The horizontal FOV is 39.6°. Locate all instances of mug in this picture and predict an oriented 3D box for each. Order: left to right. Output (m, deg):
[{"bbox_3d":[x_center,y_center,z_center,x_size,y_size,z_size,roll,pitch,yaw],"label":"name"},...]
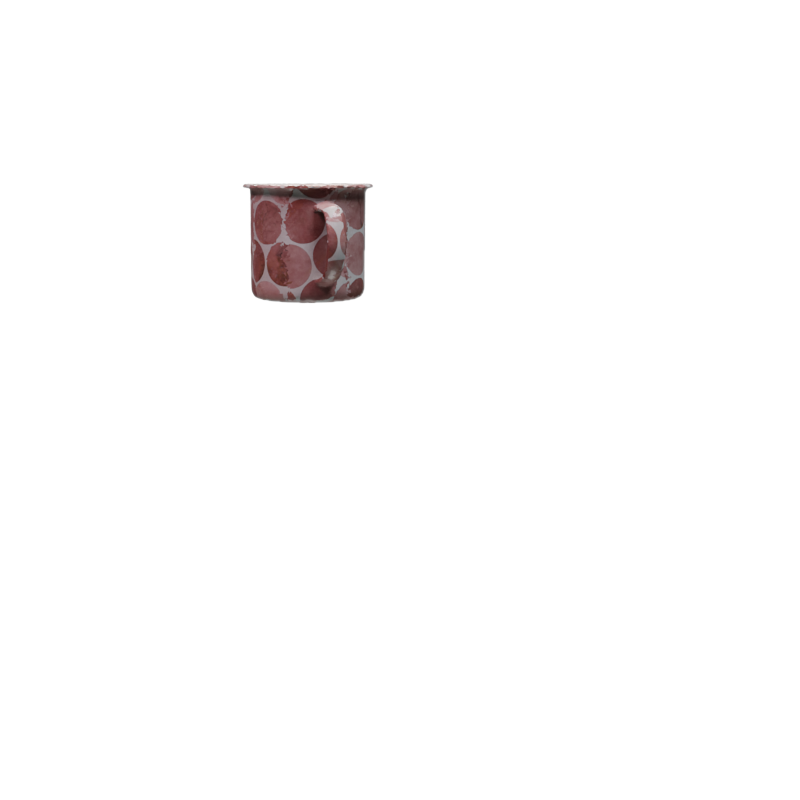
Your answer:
[{"bbox_3d":[-0.061,-0.112,0.782,0.091,0.080,0.122,-3,10,-22],"label":"mug"}]
